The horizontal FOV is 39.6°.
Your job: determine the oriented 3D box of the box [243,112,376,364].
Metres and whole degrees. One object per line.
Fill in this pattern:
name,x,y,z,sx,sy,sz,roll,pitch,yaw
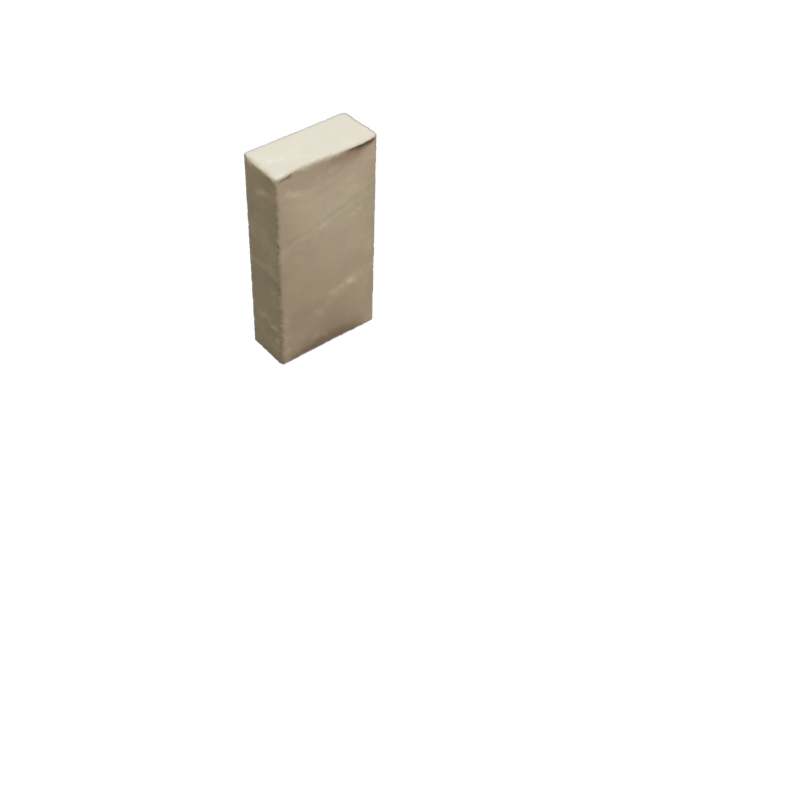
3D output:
box,-0.065,-0.118,0.830,0.093,0.164,0.052,-28,52,-29
